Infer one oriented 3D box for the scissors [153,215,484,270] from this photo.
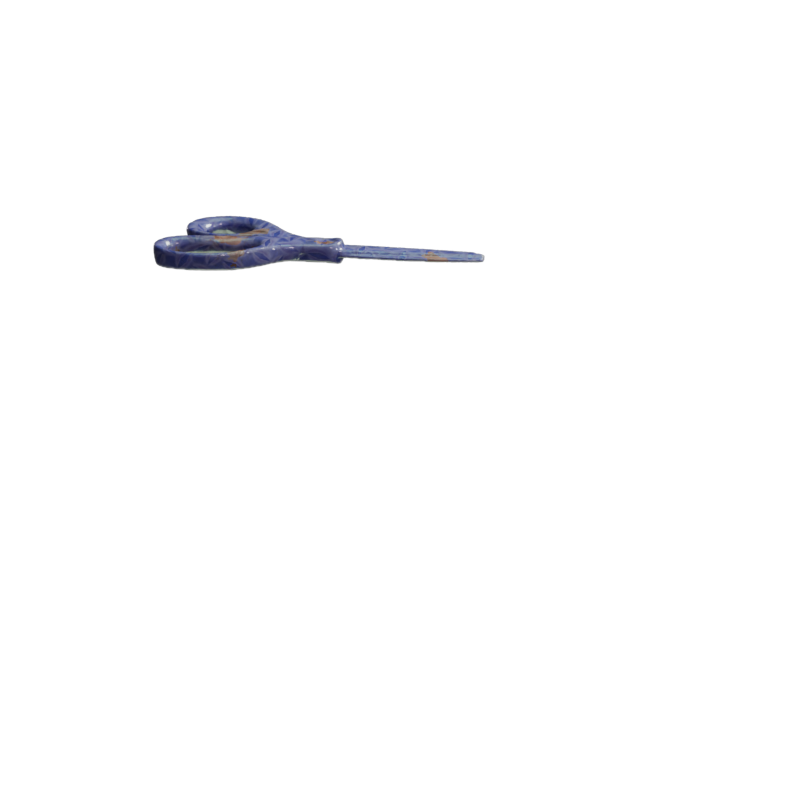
[{"bbox_3d":[-0.056,-0.102,0.711,0.200,0.015,0.101,-3,24,-6],"label":"scissors"}]
